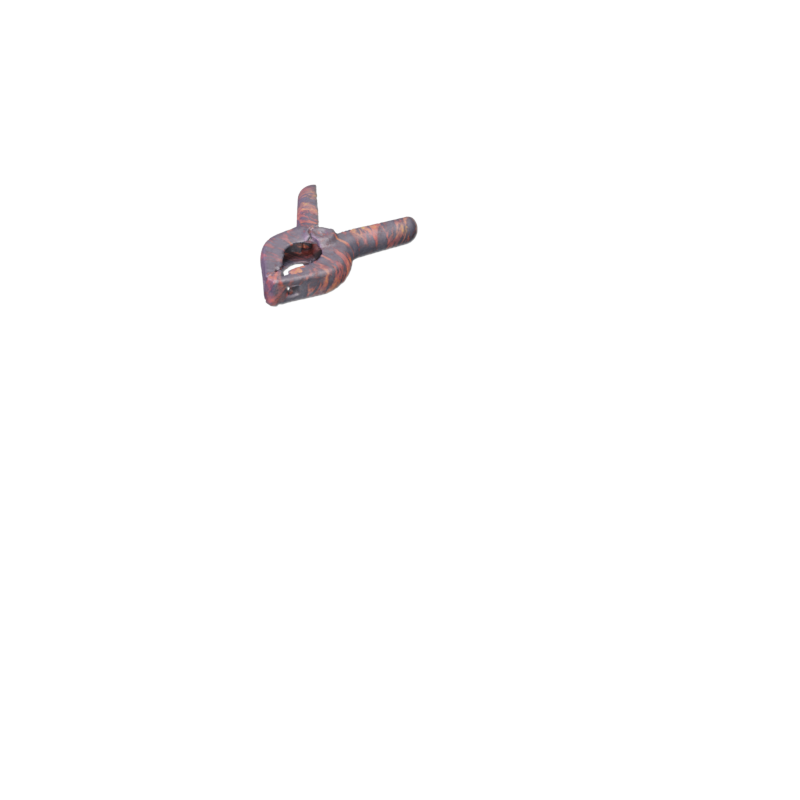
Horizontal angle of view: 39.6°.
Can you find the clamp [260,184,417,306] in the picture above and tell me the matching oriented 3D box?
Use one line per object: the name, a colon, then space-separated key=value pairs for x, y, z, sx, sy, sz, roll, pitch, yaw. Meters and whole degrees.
clamp: x=-0.077 y=-0.140 z=0.984 sx=0.127 sy=0.037 sz=0.173 roll=22 pitch=39 yaw=29
